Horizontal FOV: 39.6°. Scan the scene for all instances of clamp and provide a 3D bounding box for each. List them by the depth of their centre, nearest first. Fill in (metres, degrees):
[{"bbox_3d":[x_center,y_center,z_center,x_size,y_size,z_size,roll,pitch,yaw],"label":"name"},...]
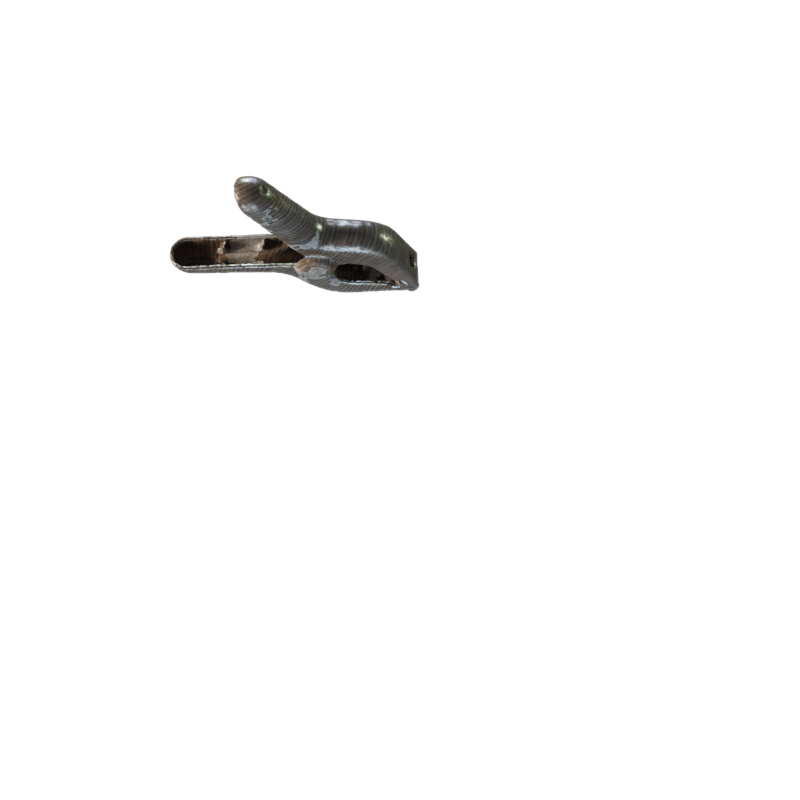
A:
[{"bbox_3d":[-0.058,-0.105,0.737,0.167,0.041,0.119,4,-13,-20],"label":"clamp"}]
